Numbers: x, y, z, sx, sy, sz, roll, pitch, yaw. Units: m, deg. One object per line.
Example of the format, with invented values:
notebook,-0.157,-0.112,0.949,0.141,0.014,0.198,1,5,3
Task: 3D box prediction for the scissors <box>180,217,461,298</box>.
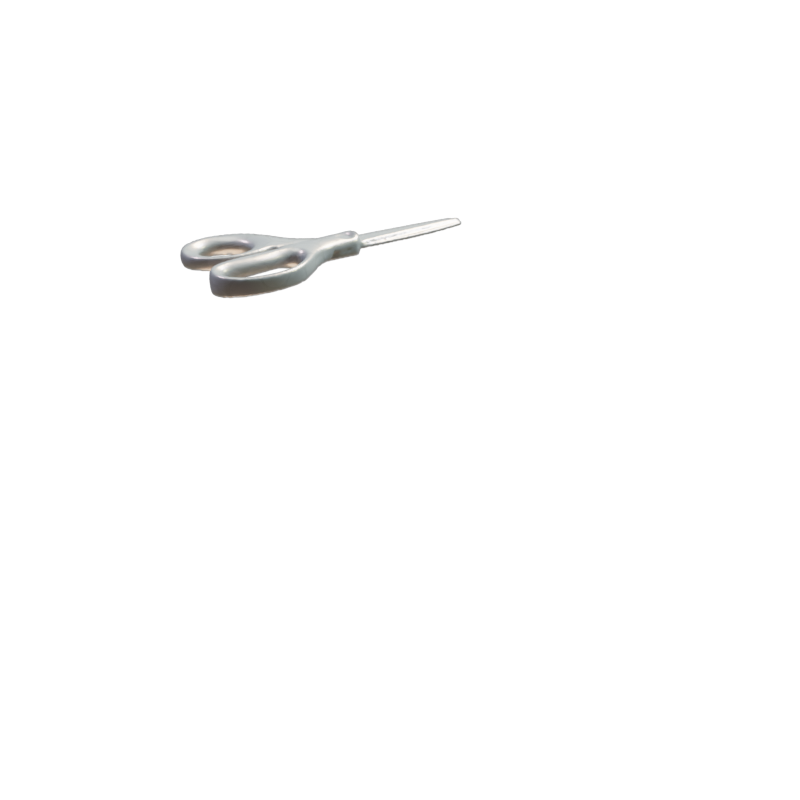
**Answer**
scissors,-0.056,-0.102,0.713,0.101,0.015,0.200,17,30,34
